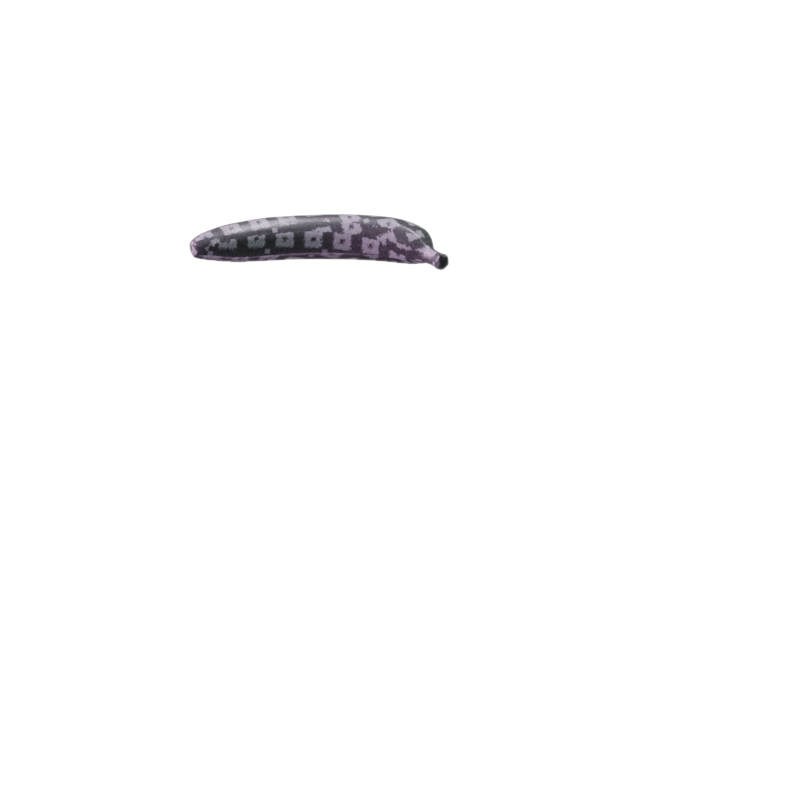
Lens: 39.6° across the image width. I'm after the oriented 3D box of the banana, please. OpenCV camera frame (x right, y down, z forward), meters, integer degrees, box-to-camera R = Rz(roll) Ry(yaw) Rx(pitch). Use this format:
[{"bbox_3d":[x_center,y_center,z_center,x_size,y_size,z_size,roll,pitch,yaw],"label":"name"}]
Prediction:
[{"bbox_3d":[-0.061,-0.125,0.862,0.200,0.036,0.070,2,12,8],"label":"banana"}]
